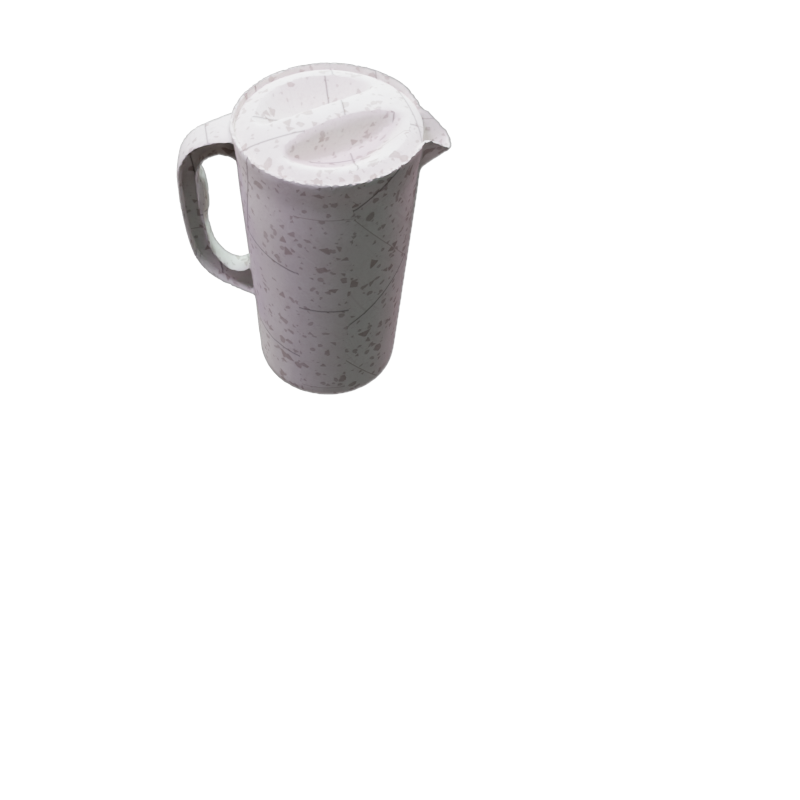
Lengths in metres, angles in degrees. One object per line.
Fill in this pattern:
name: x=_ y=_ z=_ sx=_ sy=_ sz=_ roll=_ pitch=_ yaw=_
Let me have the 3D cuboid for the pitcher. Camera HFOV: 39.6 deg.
pitcher: x=-0.064 y=-0.117 z=0.822 sx=0.158 sy=0.226 sz=0.147 roll=34 pitch=55 yaw=25
